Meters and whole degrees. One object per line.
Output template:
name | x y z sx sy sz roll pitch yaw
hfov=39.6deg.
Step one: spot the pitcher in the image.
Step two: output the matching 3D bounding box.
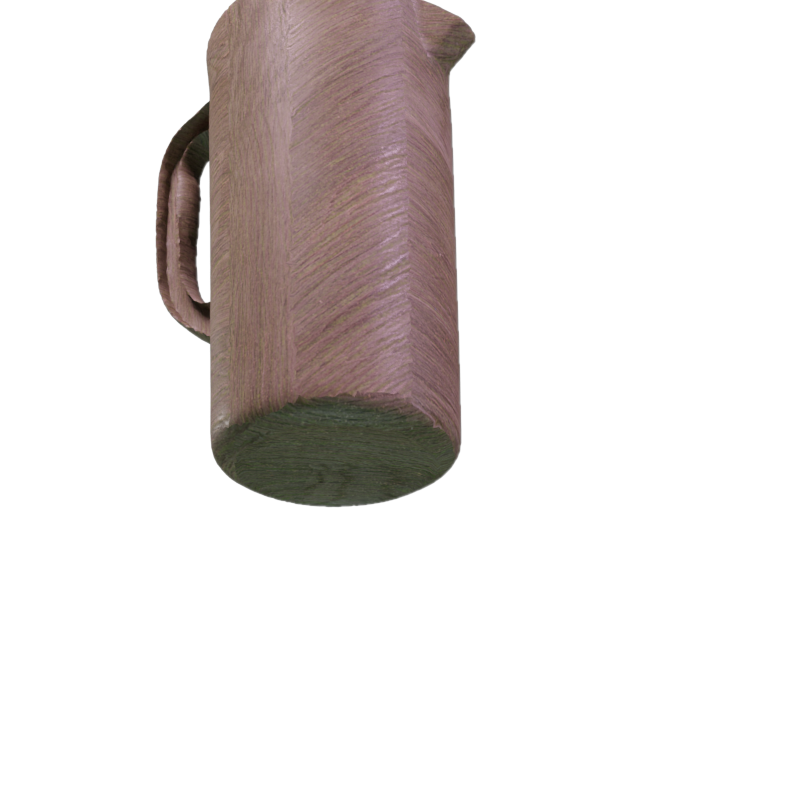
pitcher | -0.043 -0.078 0.543 0.142 0.259 0.143 8 -33 -16
